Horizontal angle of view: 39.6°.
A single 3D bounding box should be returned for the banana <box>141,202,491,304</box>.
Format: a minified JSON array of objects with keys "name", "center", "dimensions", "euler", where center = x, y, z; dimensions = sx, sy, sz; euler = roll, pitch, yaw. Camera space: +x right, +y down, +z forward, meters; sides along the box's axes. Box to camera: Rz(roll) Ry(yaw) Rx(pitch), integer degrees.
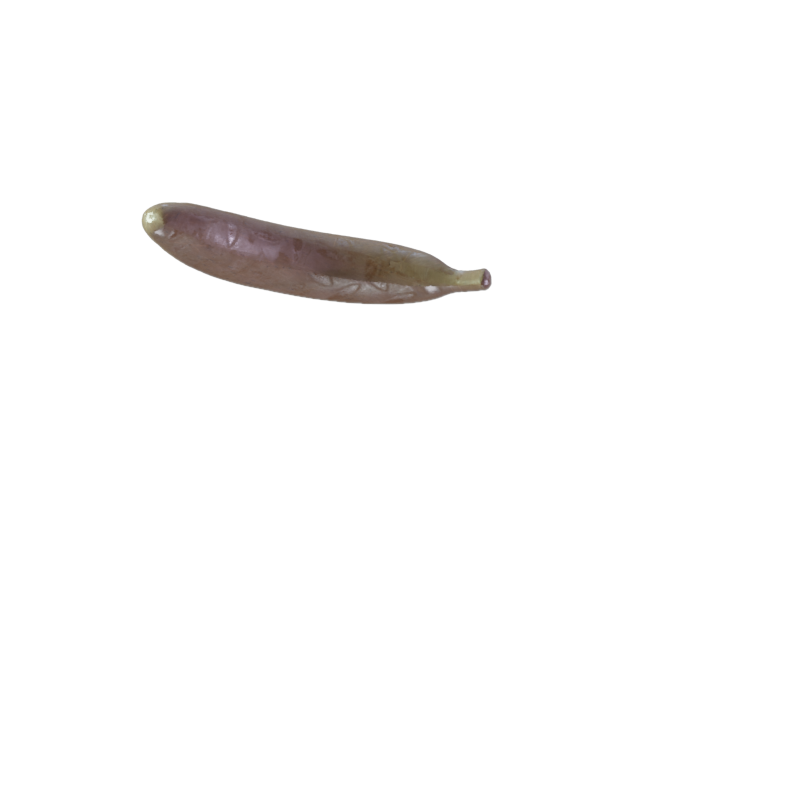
[{"name":"banana","center":[-0.051,-0.080,0.611],"dimensions":[0.191,0.038,0.069],"euler":[6,-17,-22]}]
